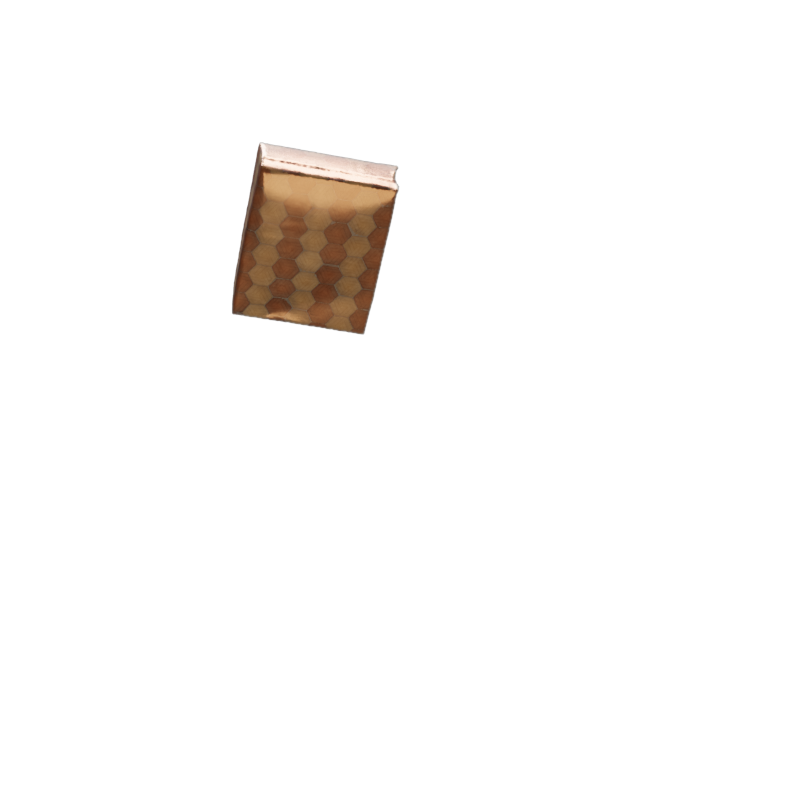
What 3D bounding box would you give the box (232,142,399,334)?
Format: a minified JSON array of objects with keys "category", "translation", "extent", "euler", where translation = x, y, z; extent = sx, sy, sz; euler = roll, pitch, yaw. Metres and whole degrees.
[{"category":"box","translation":[-0.055,-0.101,0.707],"extent":[0.089,0.107,0.041],"euler":[10,34,-7]}]
